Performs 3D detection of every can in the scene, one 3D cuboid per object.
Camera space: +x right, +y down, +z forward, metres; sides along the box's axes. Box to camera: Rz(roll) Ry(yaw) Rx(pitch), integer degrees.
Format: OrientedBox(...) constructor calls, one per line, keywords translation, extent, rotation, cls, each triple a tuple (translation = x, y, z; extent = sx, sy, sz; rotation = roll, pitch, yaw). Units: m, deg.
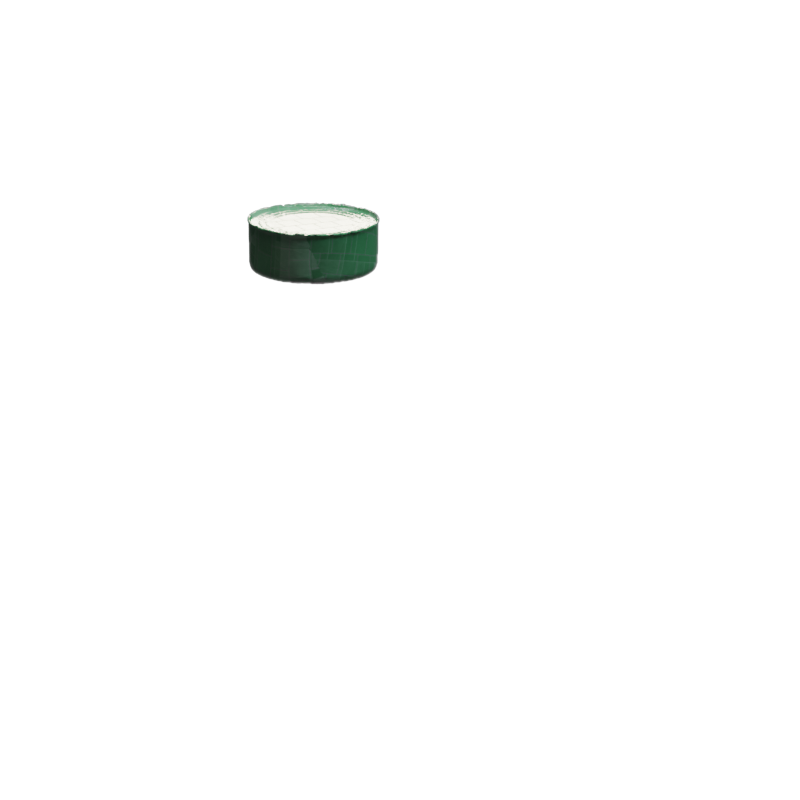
OrientedBox(translation=(-0.057, -0.103, 0.723), extent=(0.086, 0.032, 0.090), rotation=(-1, 22, -2), cls="can")
